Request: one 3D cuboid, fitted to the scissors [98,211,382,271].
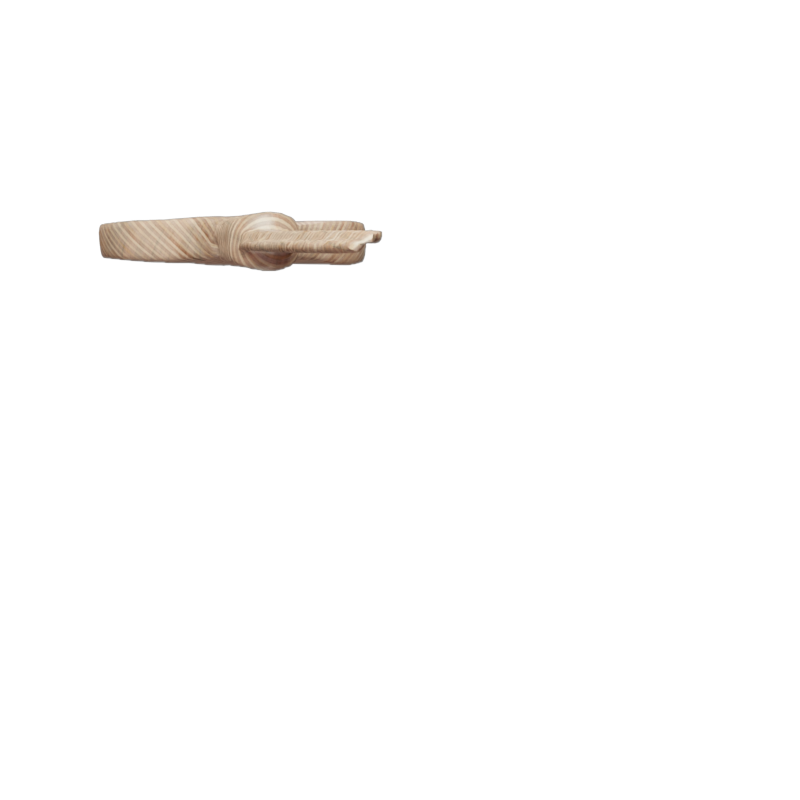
[{"bbox_3d":[-0.024,-0.044,0.310,0.093,0.016,0.210,-5,10,-32],"label":"scissors"}]
